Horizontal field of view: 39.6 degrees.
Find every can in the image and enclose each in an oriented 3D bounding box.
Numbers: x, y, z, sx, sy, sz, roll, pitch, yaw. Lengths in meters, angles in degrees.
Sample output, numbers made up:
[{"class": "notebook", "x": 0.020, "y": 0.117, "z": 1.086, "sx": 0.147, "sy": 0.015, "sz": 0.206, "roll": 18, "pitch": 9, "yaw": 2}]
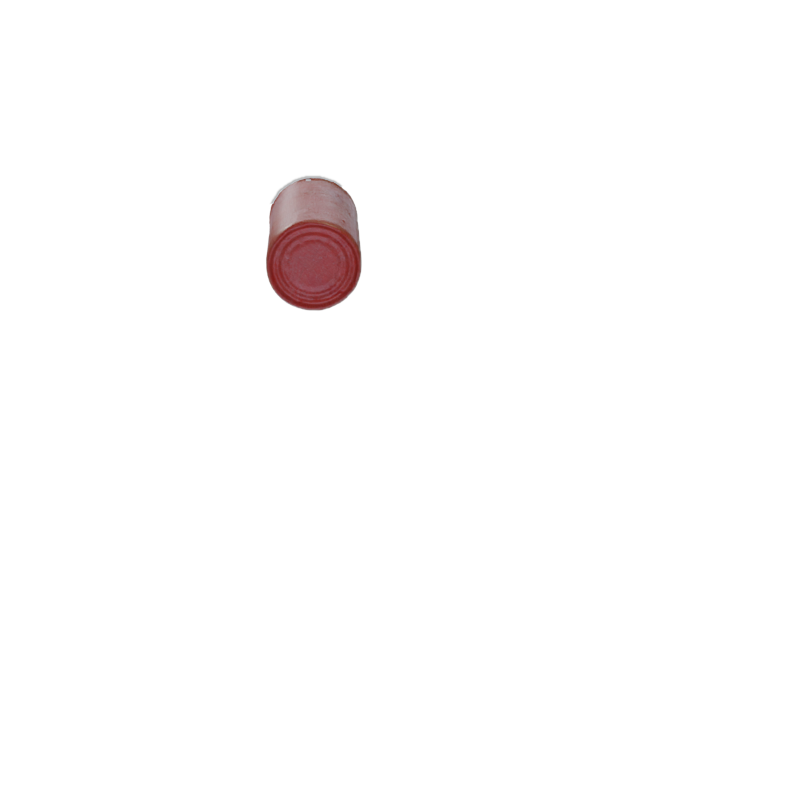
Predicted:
[{"class": "can", "x": -0.063, "y": -0.115, "z": 0.803, "sx": 0.068, "sy": 0.065, "sz": 0.108, "roll": 0, "pitch": 25, "yaw": -3}]
